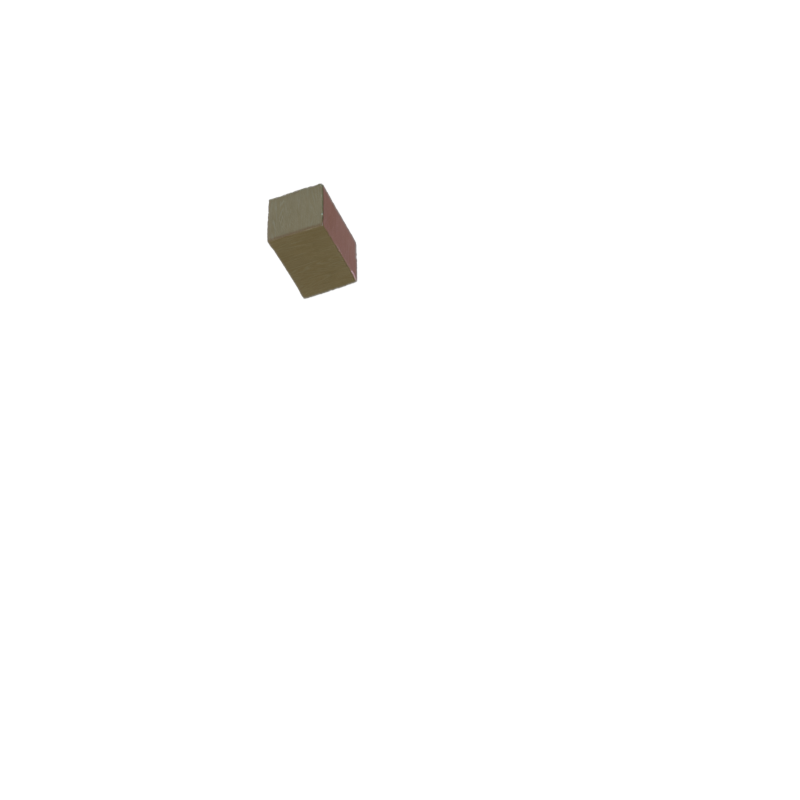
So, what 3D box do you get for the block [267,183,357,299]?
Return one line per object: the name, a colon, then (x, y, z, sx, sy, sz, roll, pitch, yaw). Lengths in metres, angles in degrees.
block: (-0.074, -0.135, 0.948, 0.053, 0.055, 0.072, -16, -44, 14)
